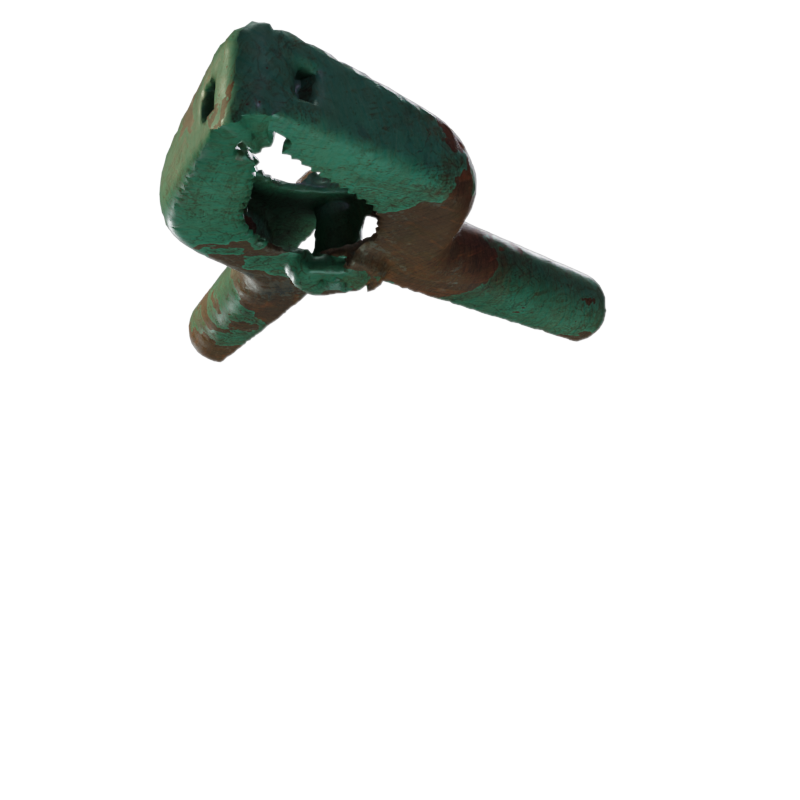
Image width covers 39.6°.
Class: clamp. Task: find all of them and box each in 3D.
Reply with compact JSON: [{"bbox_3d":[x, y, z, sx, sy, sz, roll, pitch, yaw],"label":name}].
[{"bbox_3d":[-0.029,-0.052,0.366,0.167,0.038,0.197,-6,-17,18],"label":"clamp"}]
